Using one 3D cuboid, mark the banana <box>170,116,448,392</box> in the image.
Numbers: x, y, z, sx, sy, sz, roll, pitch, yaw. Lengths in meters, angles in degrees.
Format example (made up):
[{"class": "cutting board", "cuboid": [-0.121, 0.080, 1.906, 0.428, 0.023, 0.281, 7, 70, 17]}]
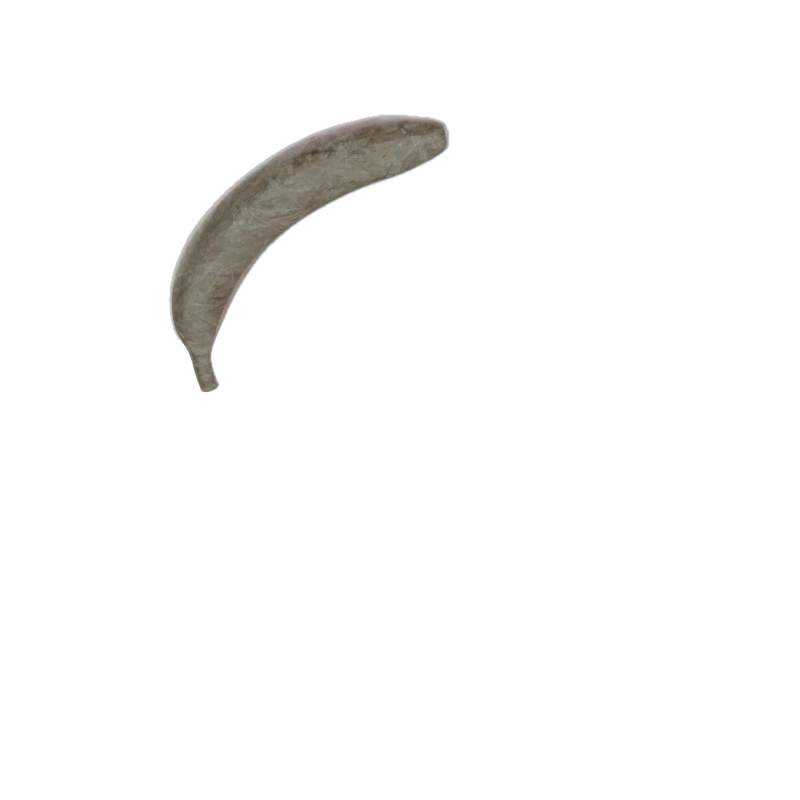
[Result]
[{"class": "banana", "cuboid": [-0.064, -0.096, 0.604, 0.067, 0.196, 0.038, 43, 12, -13]}]
